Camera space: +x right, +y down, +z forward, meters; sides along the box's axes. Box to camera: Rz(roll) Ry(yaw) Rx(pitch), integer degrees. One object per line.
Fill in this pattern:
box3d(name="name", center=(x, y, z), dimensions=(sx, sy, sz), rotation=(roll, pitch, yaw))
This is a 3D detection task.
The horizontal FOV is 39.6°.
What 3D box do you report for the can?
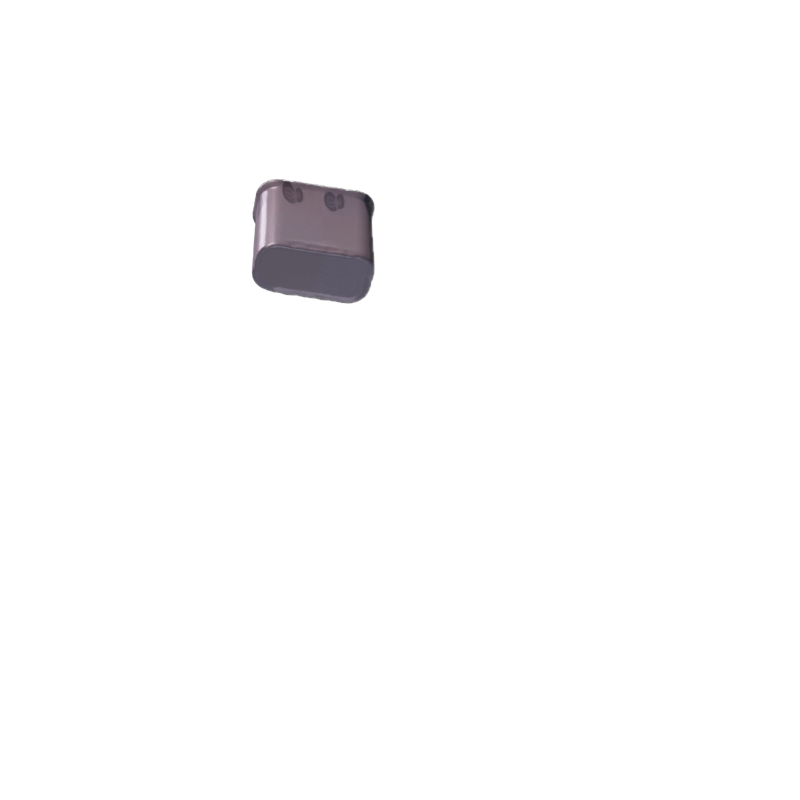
box3d(name="can", center=(-0.071, -0.130, 0.911), dimensions=(0.101, 0.054, 0.090), rotation=(7, 43, -9))
